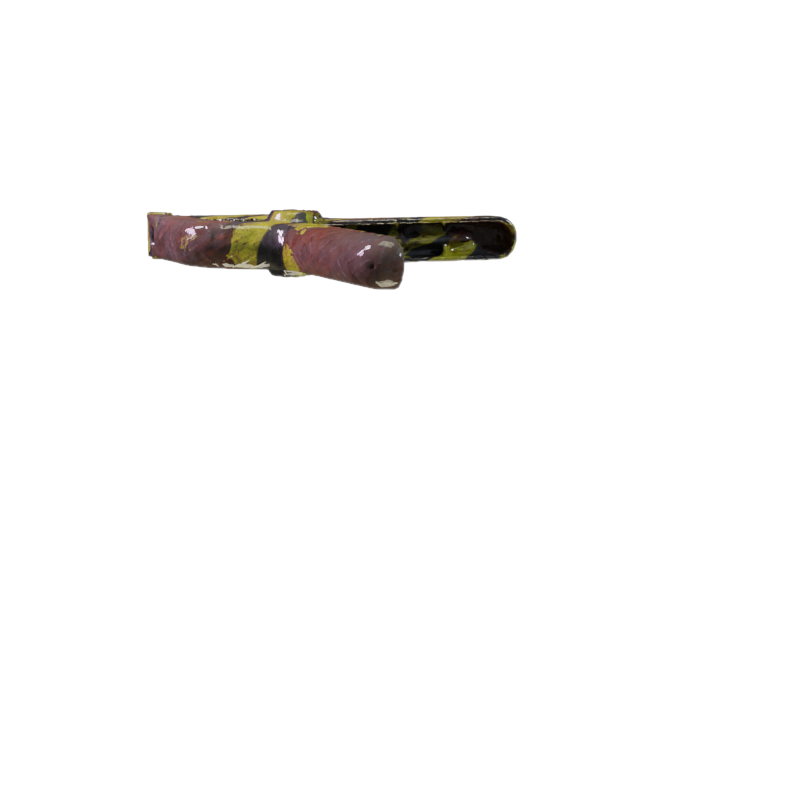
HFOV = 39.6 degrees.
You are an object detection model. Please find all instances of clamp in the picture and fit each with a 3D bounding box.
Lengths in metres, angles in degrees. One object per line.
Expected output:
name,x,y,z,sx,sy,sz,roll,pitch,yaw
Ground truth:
clamp,-0.049,-0.089,0.621,0.219,0.036,0.161,8,15,34
